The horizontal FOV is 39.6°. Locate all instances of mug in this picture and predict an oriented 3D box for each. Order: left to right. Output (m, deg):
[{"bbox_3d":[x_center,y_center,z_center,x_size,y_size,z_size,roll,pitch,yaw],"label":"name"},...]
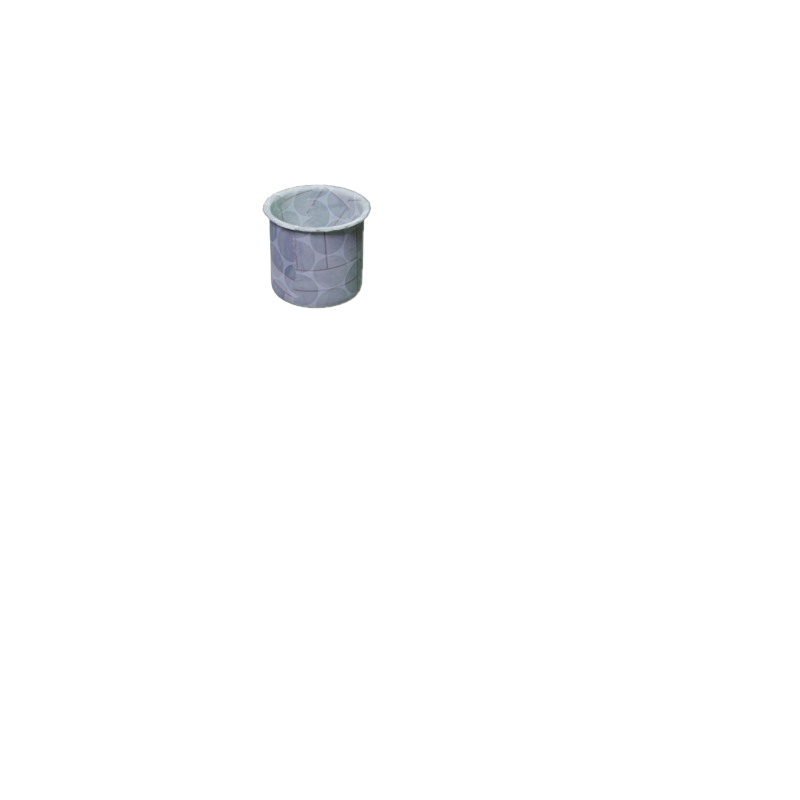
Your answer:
[{"bbox_3d":[-0.077,-0.140,0.980,0.092,0.077,0.126,-8,33,-15],"label":"mug"}]
